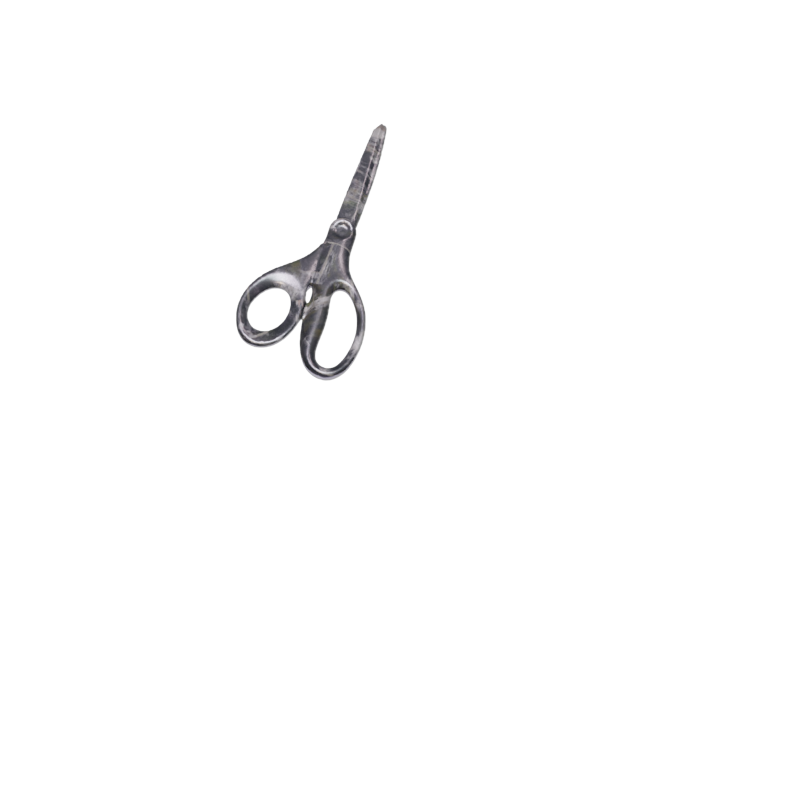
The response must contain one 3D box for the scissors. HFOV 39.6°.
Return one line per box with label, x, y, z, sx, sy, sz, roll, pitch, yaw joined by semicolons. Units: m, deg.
scissors;-0.060;-0.110;0.772;0.096;0.213;0.015;2;-27;1
